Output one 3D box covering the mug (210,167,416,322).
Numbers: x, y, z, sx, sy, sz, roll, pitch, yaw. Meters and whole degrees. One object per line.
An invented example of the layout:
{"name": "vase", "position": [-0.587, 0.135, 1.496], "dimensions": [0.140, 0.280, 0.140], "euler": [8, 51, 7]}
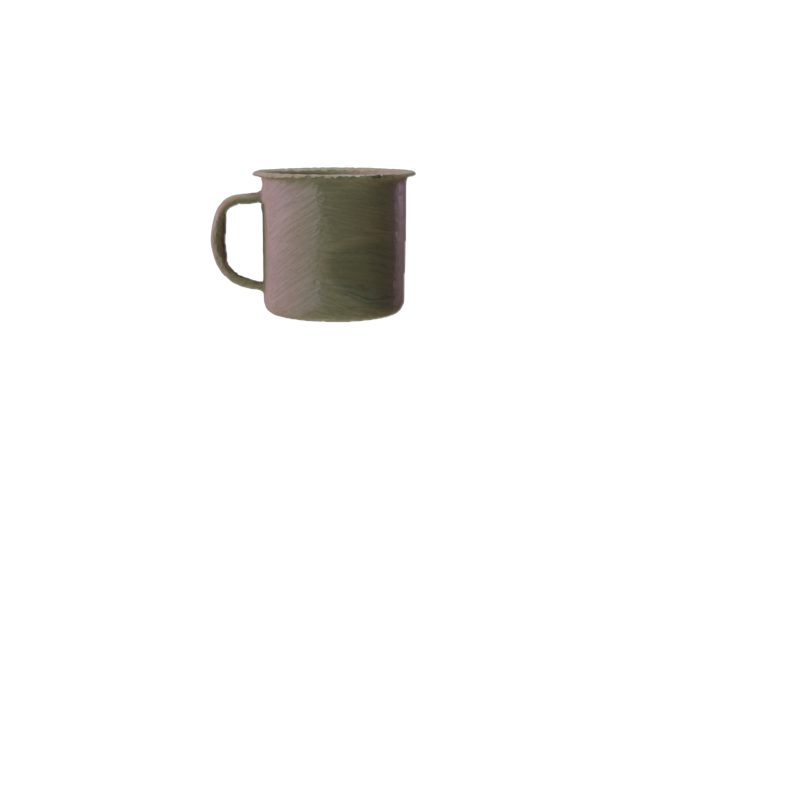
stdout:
{"name": "mug", "position": [-0.050, -0.091, 0.635], "dimensions": [0.116, 0.080, 0.096], "euler": [-1, 11, -7]}
